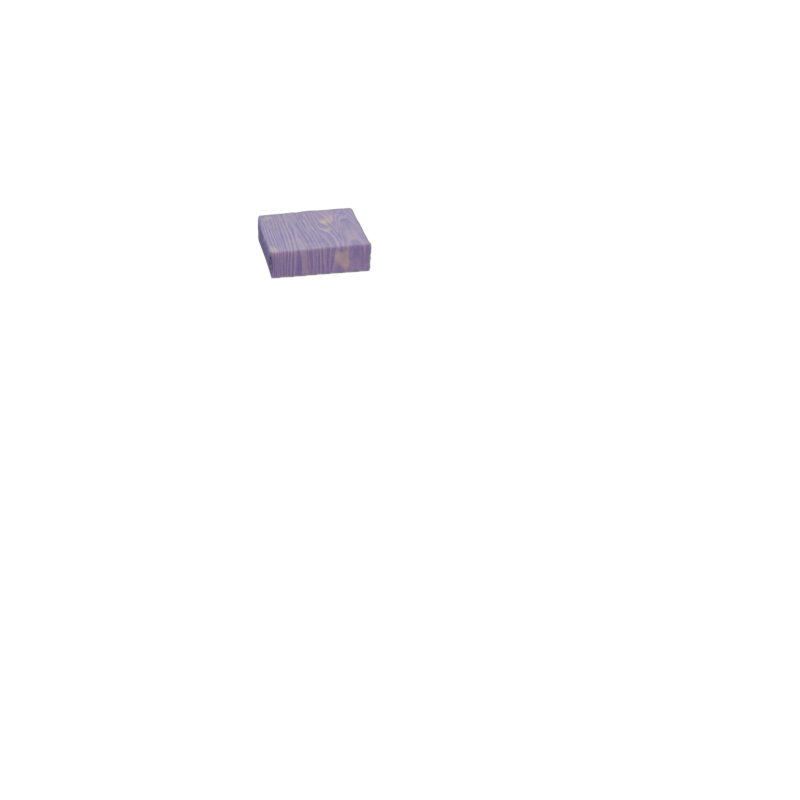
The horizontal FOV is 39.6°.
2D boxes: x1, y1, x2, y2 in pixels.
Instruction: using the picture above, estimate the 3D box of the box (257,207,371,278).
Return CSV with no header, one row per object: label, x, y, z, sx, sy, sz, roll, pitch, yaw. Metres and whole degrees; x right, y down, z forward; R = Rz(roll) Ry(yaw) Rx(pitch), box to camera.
box,-0.076,-0.139,0.972,0.088,0.028,0.079,-7,33,-11
